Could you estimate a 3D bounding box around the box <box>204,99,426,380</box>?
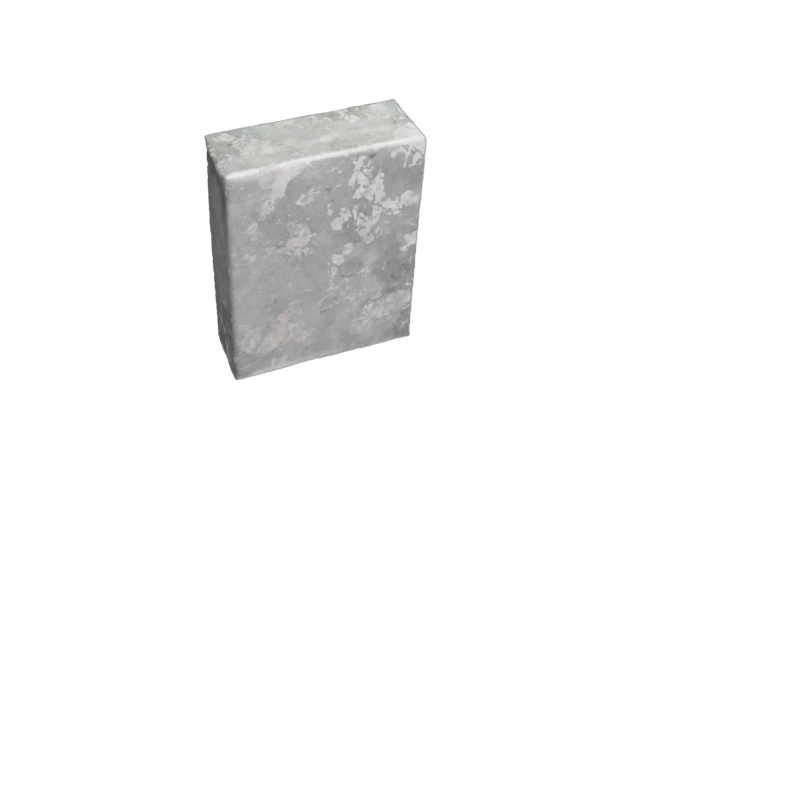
[{"bbox_3d":[-0.072,-0.130,0.914,0.162,0.199,0.078,-14,45,-17],"label":"box"}]
